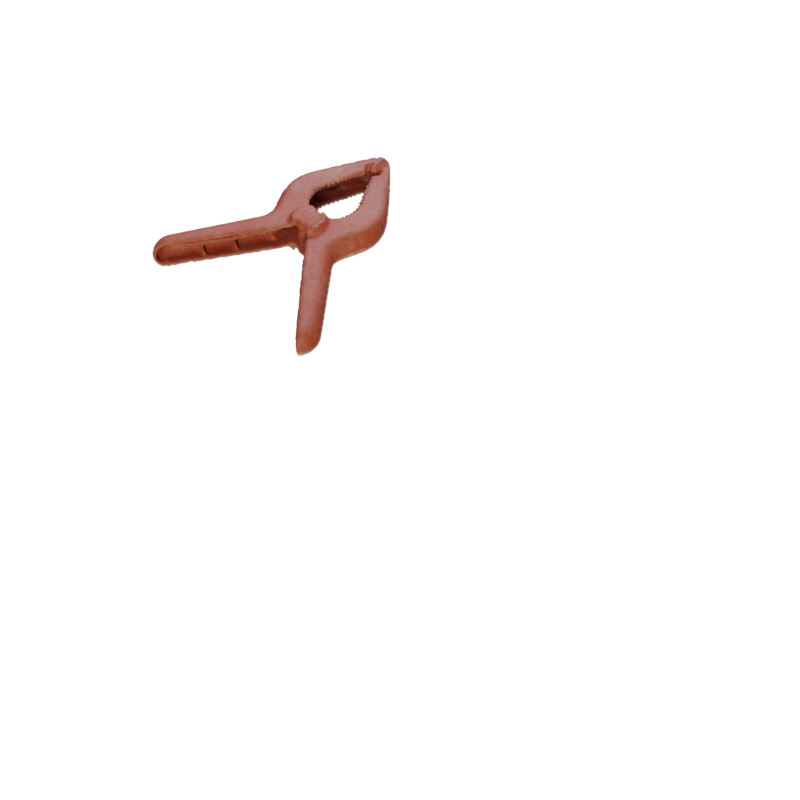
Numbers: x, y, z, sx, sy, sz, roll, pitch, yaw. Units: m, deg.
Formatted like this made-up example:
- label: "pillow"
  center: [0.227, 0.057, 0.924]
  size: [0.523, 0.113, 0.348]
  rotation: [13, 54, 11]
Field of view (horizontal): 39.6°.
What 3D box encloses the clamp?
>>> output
- label: "clamp"
  center: [-0.070, -0.128, 0.894]
  size: [0.211, 0.034, 0.175]
  rotation: [-36, 57, -28]
